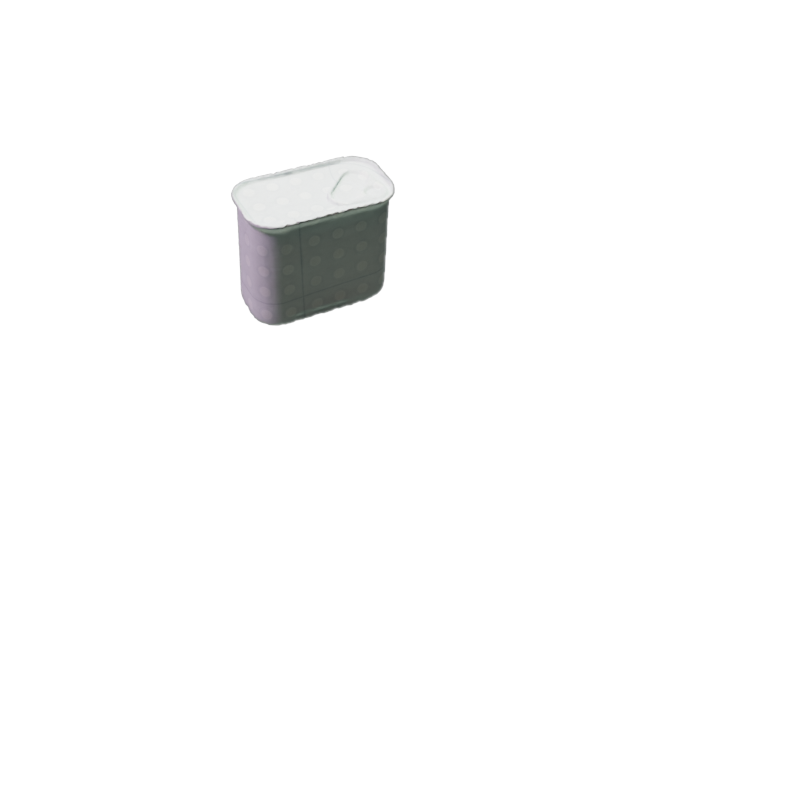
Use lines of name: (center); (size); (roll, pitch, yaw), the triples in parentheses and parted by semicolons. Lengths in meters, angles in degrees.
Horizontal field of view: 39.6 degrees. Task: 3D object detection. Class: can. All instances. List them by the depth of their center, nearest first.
can: (-0.057, -0.104, 0.729); (0.101, 0.078, 0.062); (-17, 44, -20)
